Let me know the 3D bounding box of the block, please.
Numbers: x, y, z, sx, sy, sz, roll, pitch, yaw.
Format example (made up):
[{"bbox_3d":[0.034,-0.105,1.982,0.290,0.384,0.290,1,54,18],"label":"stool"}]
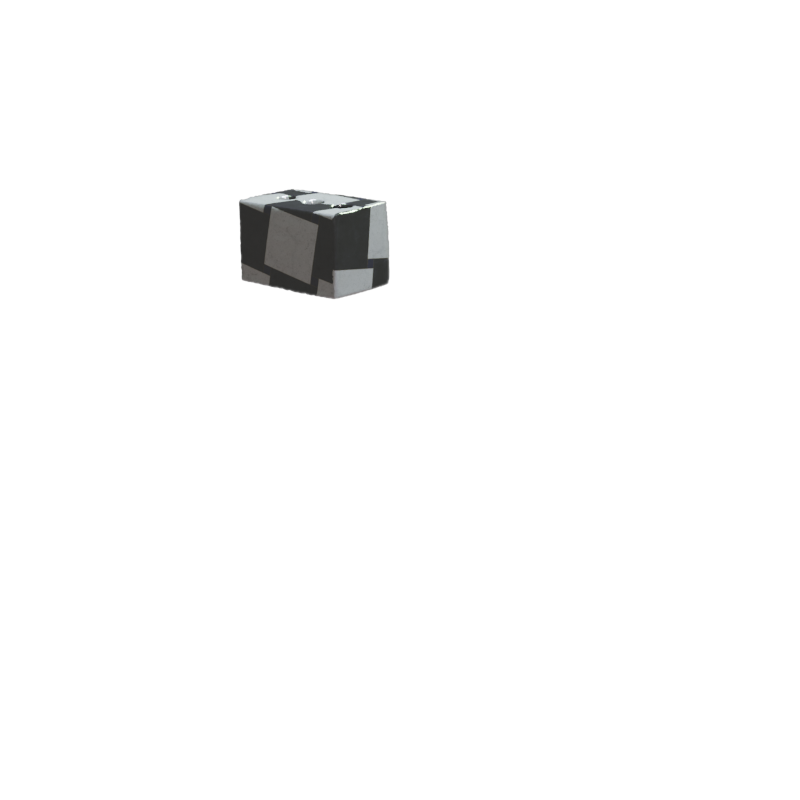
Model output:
[{"bbox_3d":[-0.053,-0.096,0.671,0.082,0.050,0.052,13,20,36],"label":"block"}]
